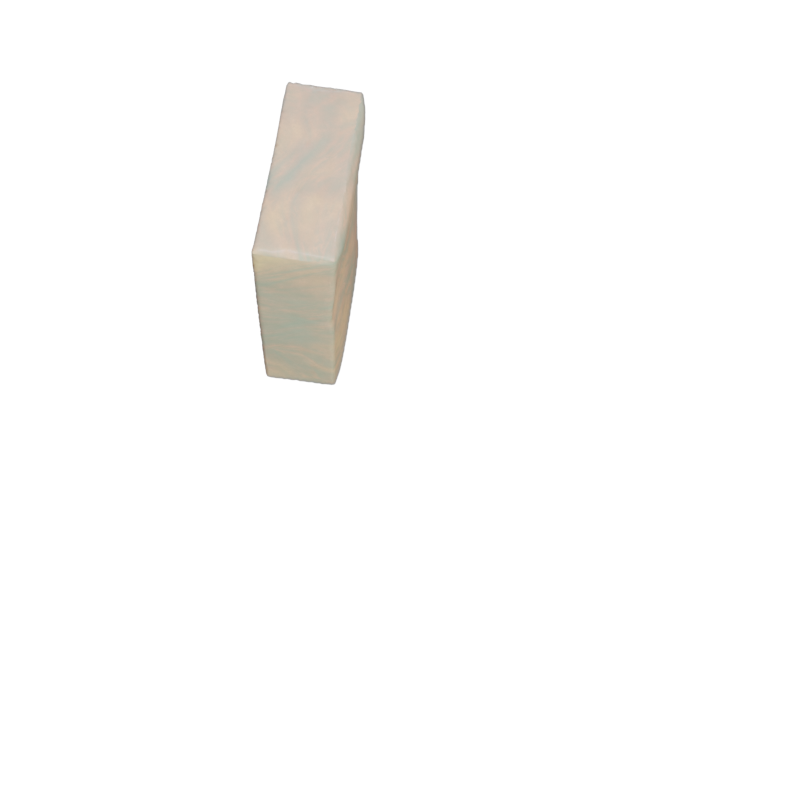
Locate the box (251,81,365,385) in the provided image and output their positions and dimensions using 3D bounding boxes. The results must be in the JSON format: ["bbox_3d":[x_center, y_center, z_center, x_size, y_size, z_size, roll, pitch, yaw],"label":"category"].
[{"bbox_3d":[-0.073,-0.132,0.926,0.072,0.174,0.201,7,-27,-1],"label":"box"}]
